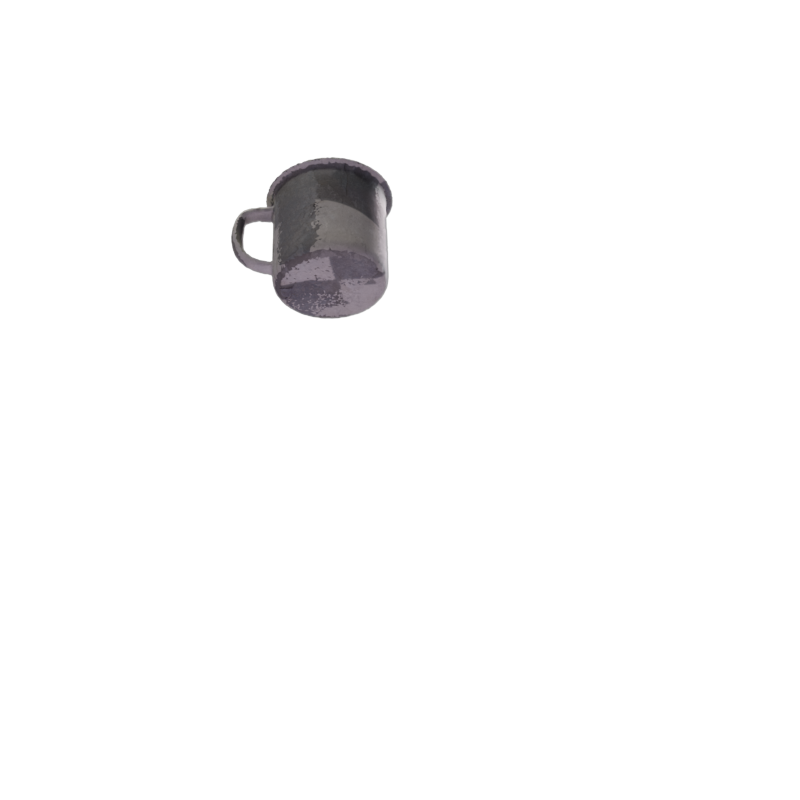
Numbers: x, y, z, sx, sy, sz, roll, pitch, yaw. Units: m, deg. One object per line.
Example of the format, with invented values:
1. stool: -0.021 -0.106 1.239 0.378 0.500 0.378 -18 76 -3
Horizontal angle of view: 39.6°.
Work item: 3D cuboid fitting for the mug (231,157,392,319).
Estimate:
1. mug: -0.062 -0.113 0.792 0.116 0.087 0.088 3 -36 -6
